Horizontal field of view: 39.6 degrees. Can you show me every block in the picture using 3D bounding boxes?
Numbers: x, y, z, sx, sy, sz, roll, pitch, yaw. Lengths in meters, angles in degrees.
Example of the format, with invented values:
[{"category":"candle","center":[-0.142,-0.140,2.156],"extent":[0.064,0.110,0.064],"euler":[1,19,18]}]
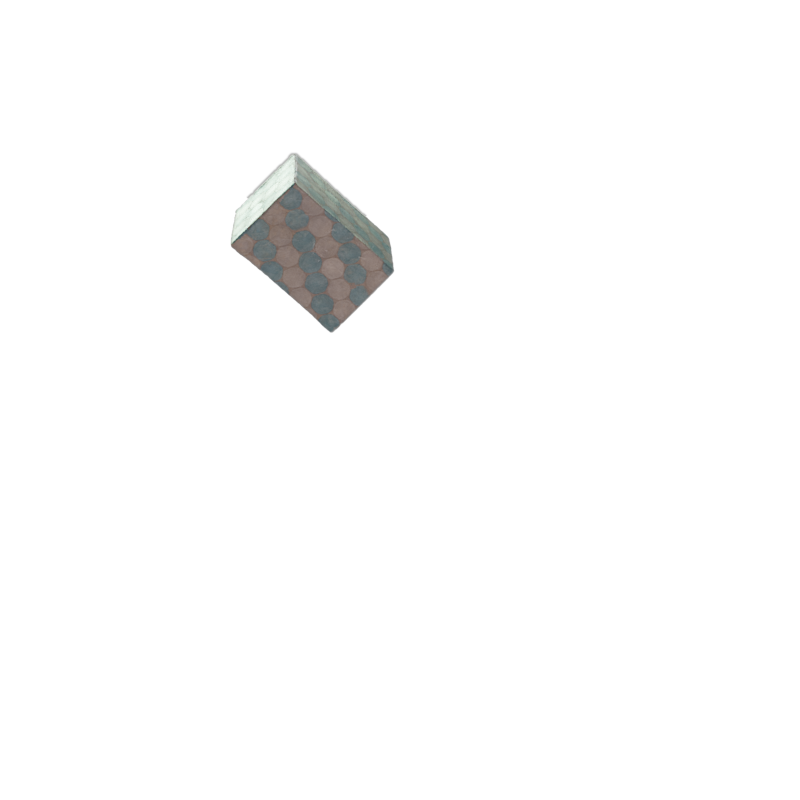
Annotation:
[{"category":"block","center":[-0.049,-0.089,0.621],"extent":[0.075,0.052,0.054],"euler":[42,18,-18]}]
